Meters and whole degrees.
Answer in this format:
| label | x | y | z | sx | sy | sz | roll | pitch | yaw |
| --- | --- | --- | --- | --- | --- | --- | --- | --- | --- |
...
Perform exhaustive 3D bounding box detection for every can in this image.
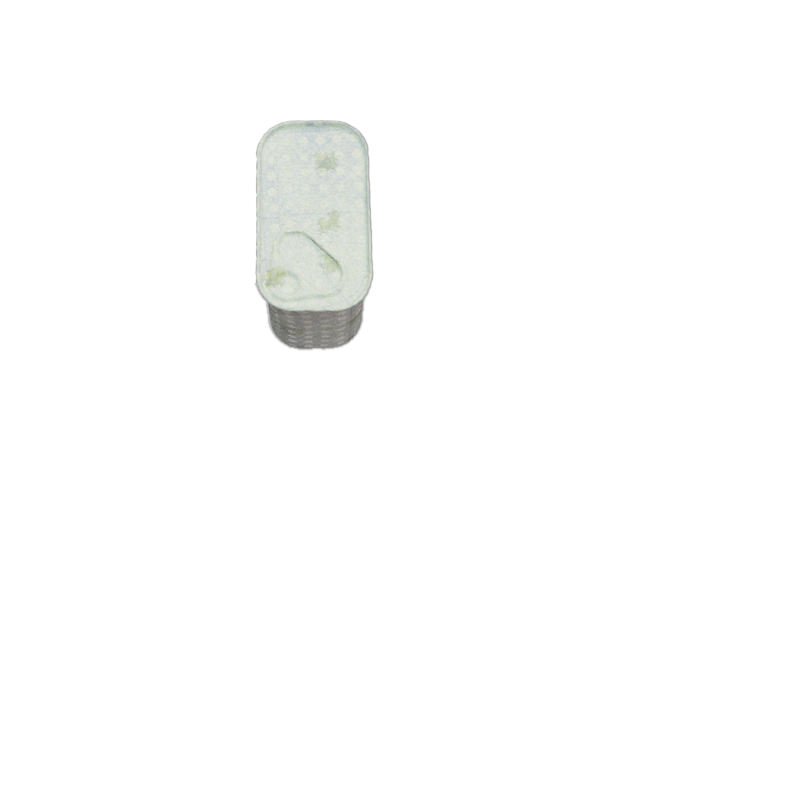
| label | x | y | z | sx | sy | sz | roll | pitch | yaw |
| --- | --- | --- | --- | --- | --- | --- | --- | --- | --- |
| can | -0.046 | -0.084 | 0.587 | 0.057 | 0.107 | 0.080 | -1 | -17 | -3 |
